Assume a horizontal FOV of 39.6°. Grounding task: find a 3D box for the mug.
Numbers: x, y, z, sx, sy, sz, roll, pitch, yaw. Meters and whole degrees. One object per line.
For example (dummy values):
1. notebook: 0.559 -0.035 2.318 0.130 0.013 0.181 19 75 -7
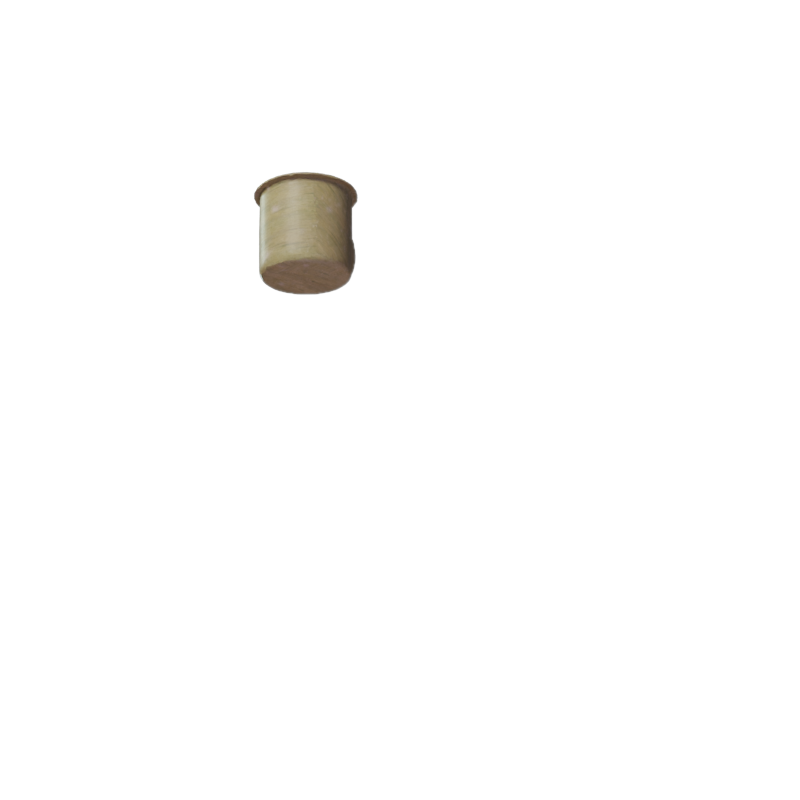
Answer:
1. mug: -0.077 -0.141 0.988 0.095 0.086 0.109 -13 -23 29
